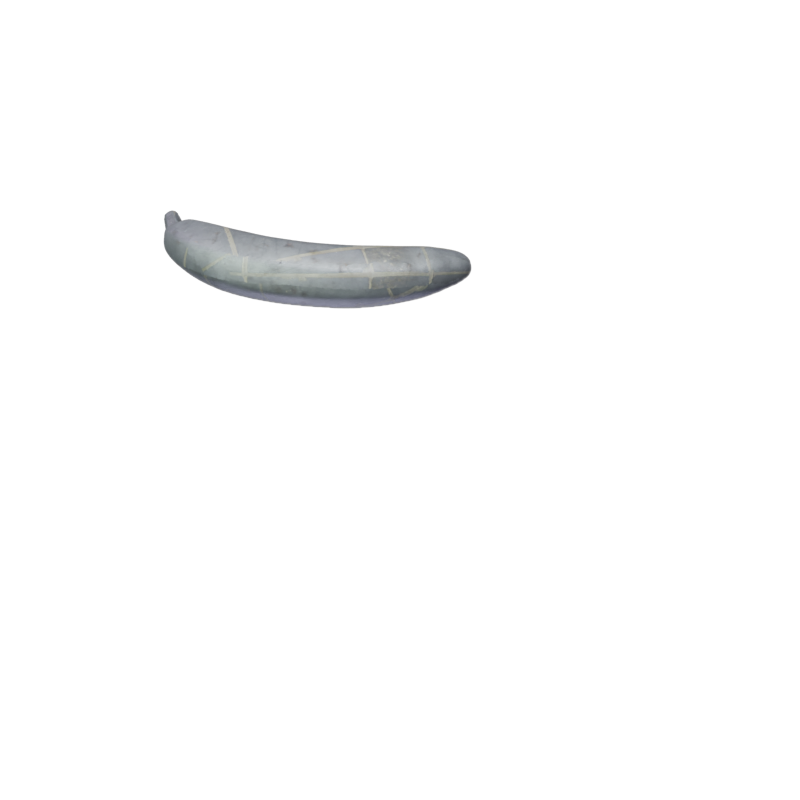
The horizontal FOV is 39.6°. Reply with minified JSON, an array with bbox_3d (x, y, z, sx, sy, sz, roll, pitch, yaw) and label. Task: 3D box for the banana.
[{"bbox_3d":[-0.060,-0.084,0.654,0.202,0.034,0.073,12,42,13],"label":"banana"}]
